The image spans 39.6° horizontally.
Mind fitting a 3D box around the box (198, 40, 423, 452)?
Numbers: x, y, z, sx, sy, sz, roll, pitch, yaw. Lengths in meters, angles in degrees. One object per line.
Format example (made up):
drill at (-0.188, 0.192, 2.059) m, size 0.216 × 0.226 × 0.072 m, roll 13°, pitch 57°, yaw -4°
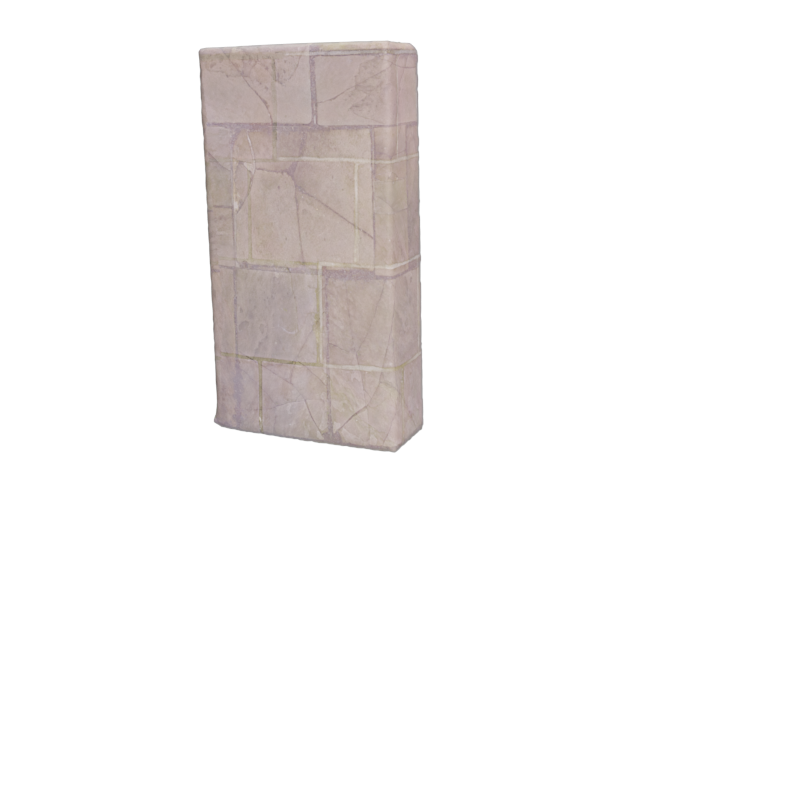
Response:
box at (-0.039, -0.071, 0.500) m, size 0.096 × 0.173 × 0.047 m, roll 4°, pitch 9°, yaw 24°
